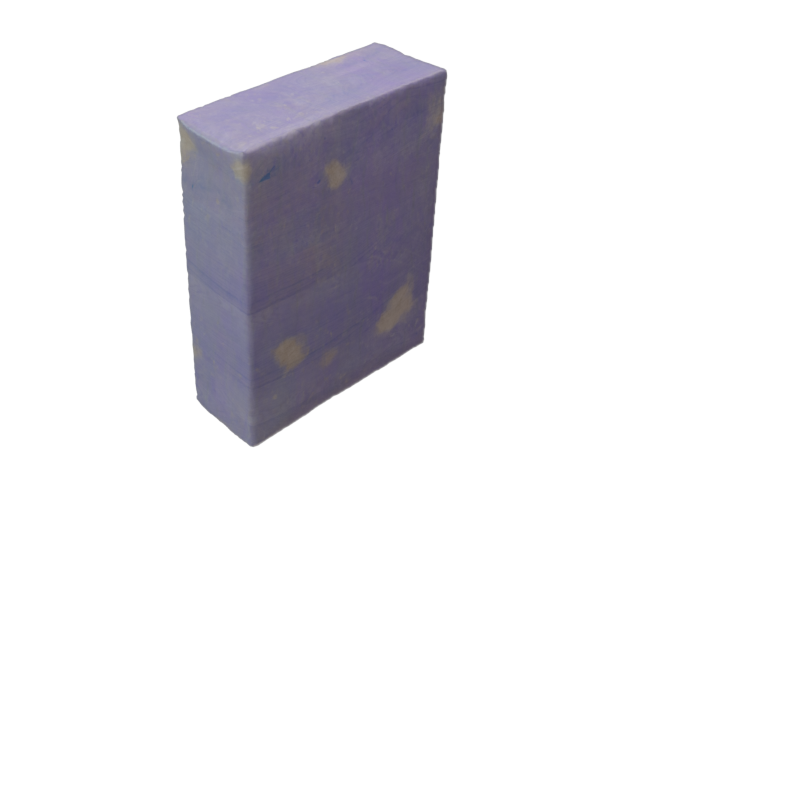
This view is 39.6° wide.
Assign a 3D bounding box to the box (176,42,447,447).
[{"bbox_3d":[-0.055,-0.101,0.705,0.077,0.200,0.164,31,45,33],"label":"box"}]
